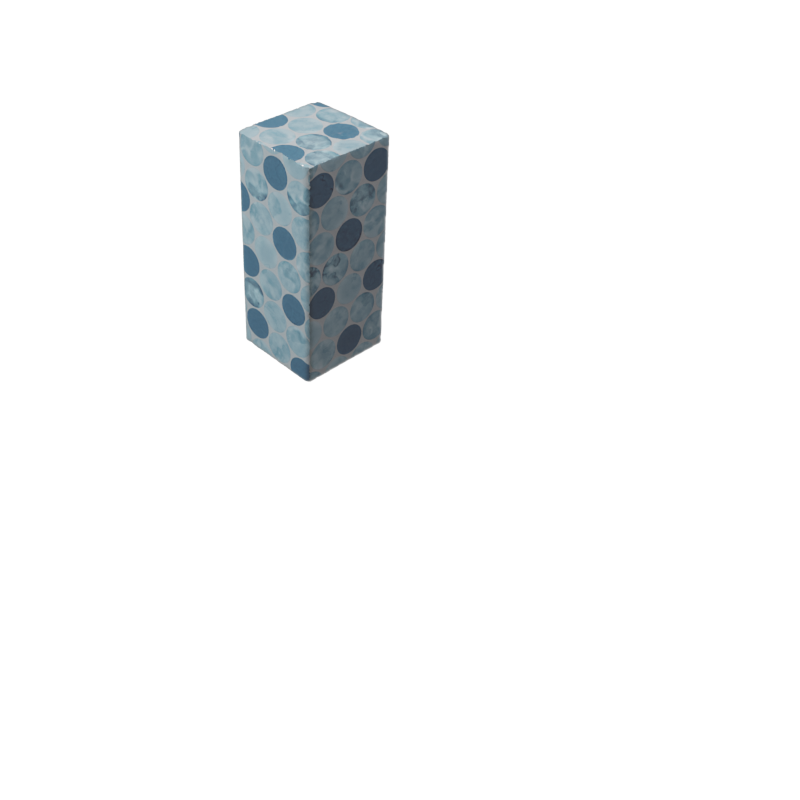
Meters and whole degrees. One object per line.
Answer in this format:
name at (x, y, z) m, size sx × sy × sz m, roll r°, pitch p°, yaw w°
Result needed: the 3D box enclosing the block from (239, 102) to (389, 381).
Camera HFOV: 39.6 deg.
block at (-0.074, -0.135, 0.943) m, size 0.090 × 0.193 × 0.096 m, roll -28°, pitch 45°, yaw -36°
